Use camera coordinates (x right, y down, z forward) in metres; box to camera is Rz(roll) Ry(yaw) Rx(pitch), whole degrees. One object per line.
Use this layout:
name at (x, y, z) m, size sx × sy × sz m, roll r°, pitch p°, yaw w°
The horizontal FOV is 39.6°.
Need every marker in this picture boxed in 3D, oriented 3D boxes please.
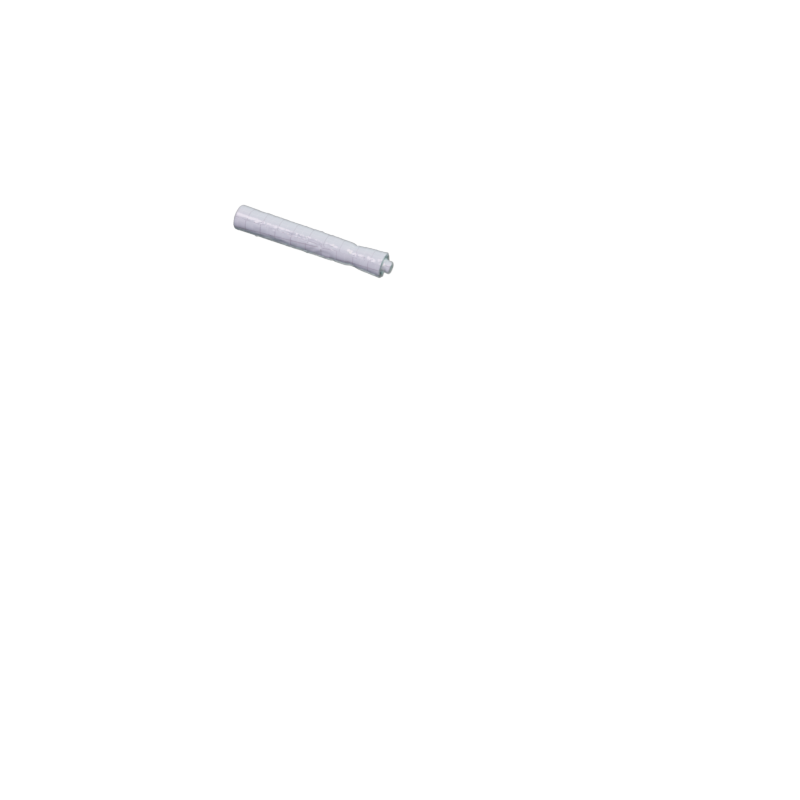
marker at (-0.062, -0.113, 0.789) m, size 0.125 × 0.019 × 0.019 m, roll 21°, pitch 10°, yaw 18°
